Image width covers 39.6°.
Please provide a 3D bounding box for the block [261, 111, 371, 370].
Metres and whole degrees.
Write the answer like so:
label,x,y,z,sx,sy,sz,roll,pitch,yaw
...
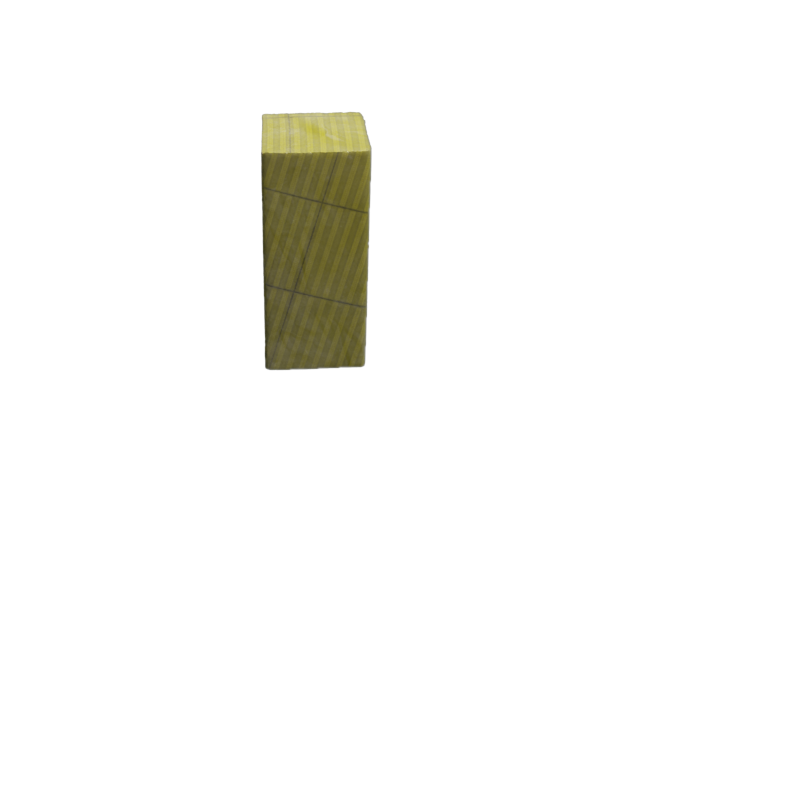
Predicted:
label,x,y,z,sx,sy,sz,roll,pitch,yaw
block,-0.075,-0.138,0.964,0.090,0.194,0.097,-1,29,-5
